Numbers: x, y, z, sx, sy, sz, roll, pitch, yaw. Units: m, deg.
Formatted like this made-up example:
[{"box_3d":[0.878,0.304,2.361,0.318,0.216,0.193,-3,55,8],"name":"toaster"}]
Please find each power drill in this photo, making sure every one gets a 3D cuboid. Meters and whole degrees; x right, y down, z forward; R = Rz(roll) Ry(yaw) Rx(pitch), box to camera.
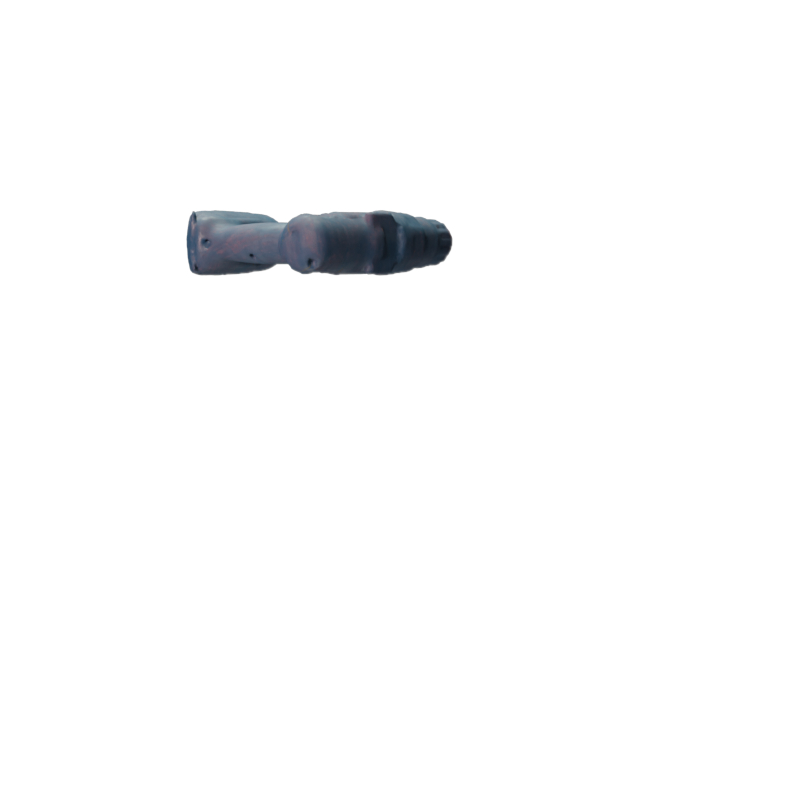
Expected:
[{"box_3d":[-0.073,-0.133,0.934,0.195,0.057,0.178,5,7,41],"name":"power drill"}]
